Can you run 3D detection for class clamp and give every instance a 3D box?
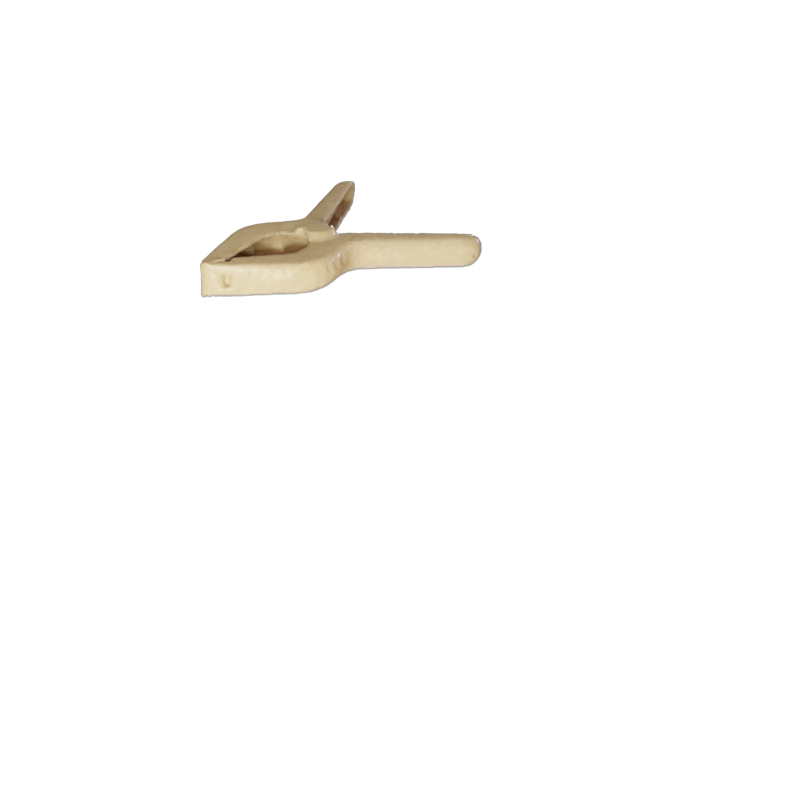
[{"bbox_3d":[-0.067,-0.122,0.855,0.206,0.034,0.177,-17,33,-28],"label":"clamp"}]
